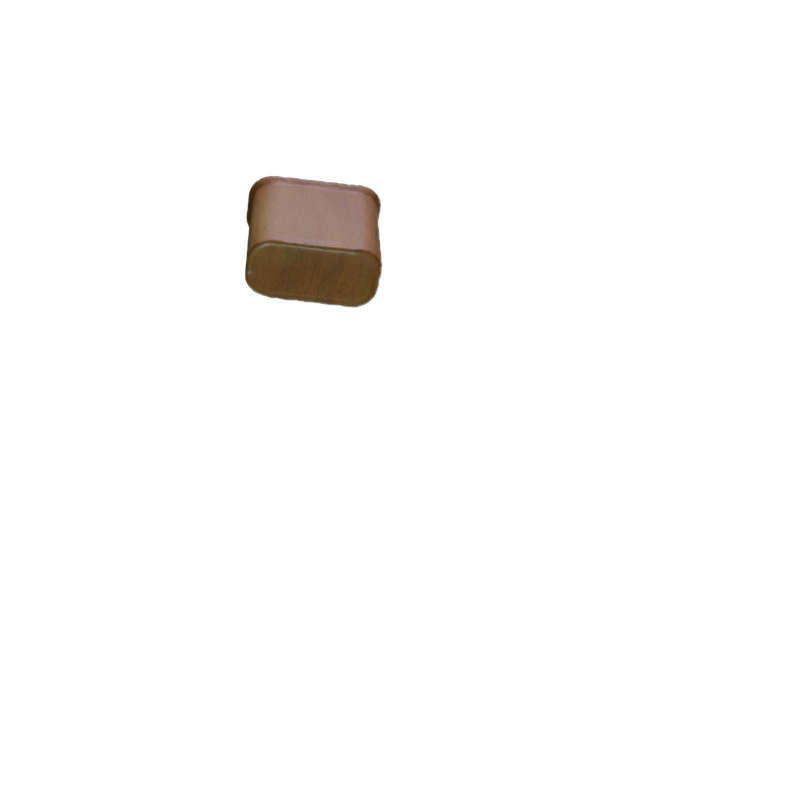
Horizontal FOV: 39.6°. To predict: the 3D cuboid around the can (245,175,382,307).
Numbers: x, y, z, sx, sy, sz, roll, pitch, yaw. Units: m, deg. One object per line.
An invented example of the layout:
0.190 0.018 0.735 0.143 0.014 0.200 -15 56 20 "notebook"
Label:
-0.064 -0.117 0.820 0.101 0.054 0.090 5 38 -6 "can"
